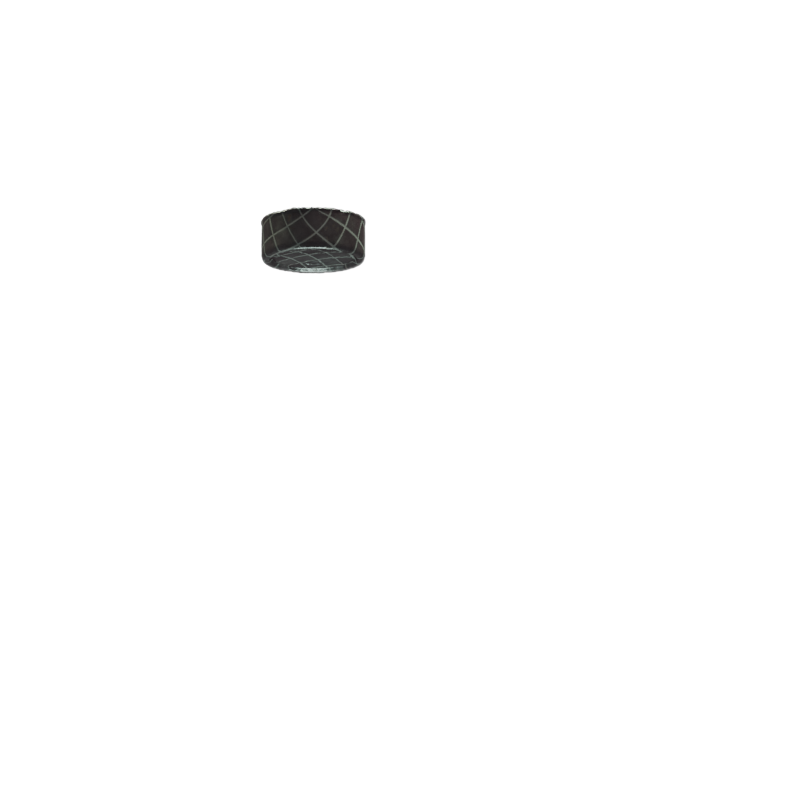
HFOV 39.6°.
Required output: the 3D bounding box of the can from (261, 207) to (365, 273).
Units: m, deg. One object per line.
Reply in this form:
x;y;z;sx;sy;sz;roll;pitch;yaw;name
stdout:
-0.071;-0.129;0.904;0.086;0.035;0.084;0;-9;-2;can
